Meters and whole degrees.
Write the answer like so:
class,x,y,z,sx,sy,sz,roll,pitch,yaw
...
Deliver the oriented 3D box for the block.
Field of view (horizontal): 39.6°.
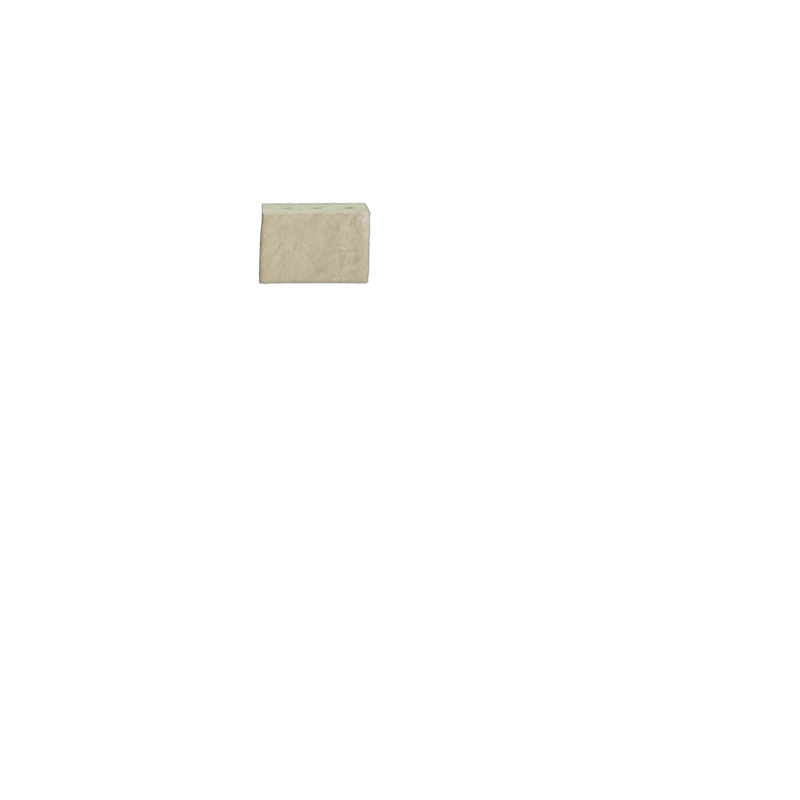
class,x,y,z,sx,sy,sz,roll,pitch,yaw
block,-0.062,-0.113,0.794,0.078,0.050,0.055,-1,15,-4
